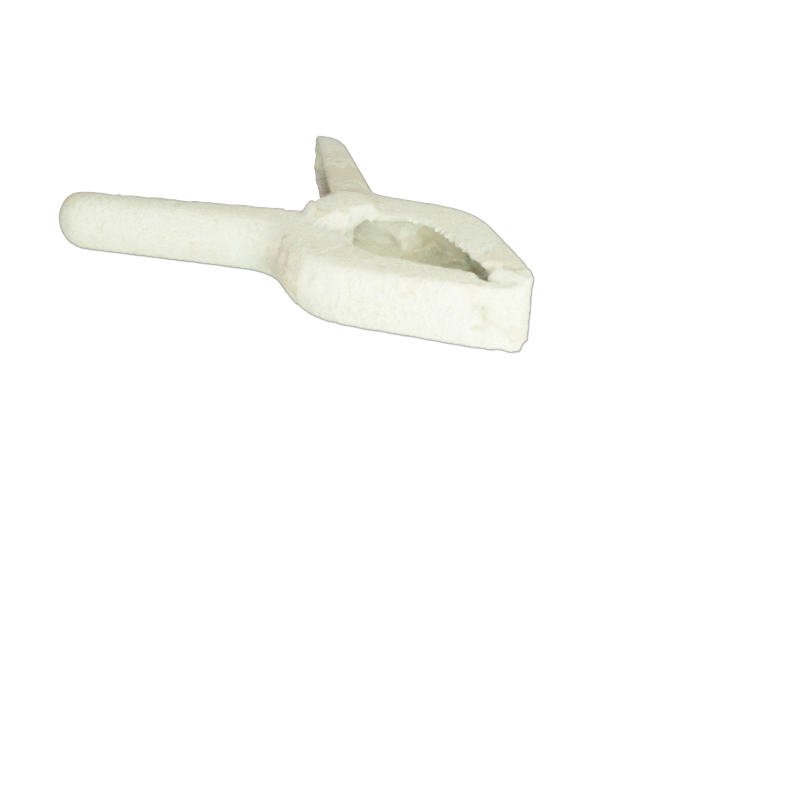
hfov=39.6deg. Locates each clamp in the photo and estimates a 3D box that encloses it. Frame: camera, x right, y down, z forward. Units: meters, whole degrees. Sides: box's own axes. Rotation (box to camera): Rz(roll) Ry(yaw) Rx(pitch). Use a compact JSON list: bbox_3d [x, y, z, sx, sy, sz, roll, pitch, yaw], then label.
[{"bbox_3d":[-0.037,-0.068,0.473,0.162,0.034,0.225,-19,34,-31],"label":"clamp"}]
